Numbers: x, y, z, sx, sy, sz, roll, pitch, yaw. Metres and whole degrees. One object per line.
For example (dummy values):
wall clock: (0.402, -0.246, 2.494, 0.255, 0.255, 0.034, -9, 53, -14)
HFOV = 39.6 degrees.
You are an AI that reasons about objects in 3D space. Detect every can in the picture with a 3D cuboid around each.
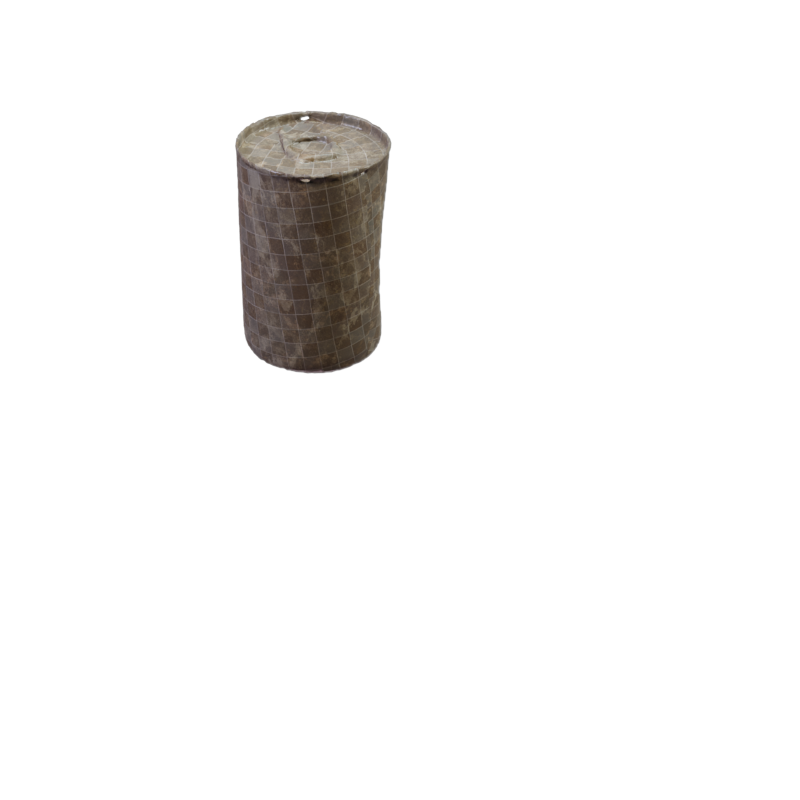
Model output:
can: (-0.040, -0.072, 0.507, 0.068, 0.096, 0.073, 0, 33, -3)
